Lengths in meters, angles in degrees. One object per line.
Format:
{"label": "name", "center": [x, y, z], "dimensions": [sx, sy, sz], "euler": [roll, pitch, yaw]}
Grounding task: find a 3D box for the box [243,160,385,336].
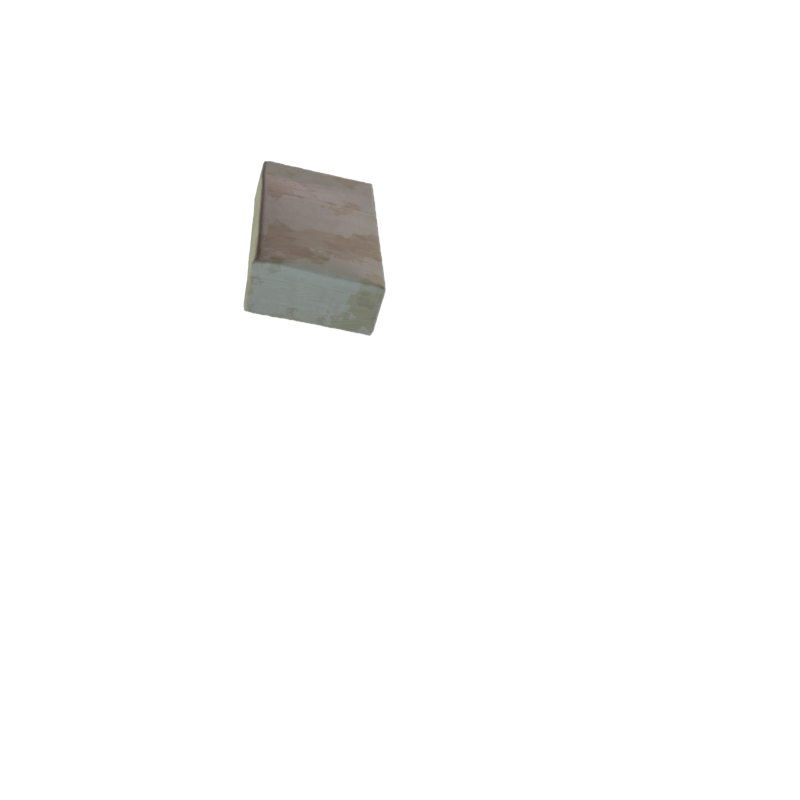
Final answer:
{"label": "box", "center": [-0.064, -0.117, 0.821], "dimensions": [0.092, 0.046, 0.187], "euler": [10, 29, -9]}
